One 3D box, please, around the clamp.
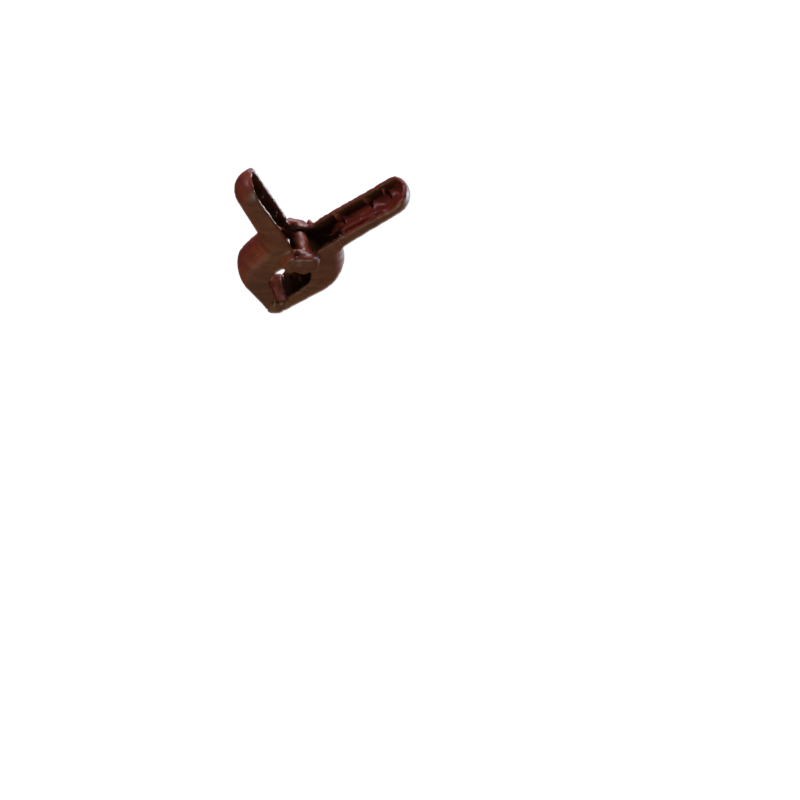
[{"bbox_3d":[-0.063,-0.114,0.799,0.119,0.041,0.164,3,-23,-8],"label":"clamp"}]
